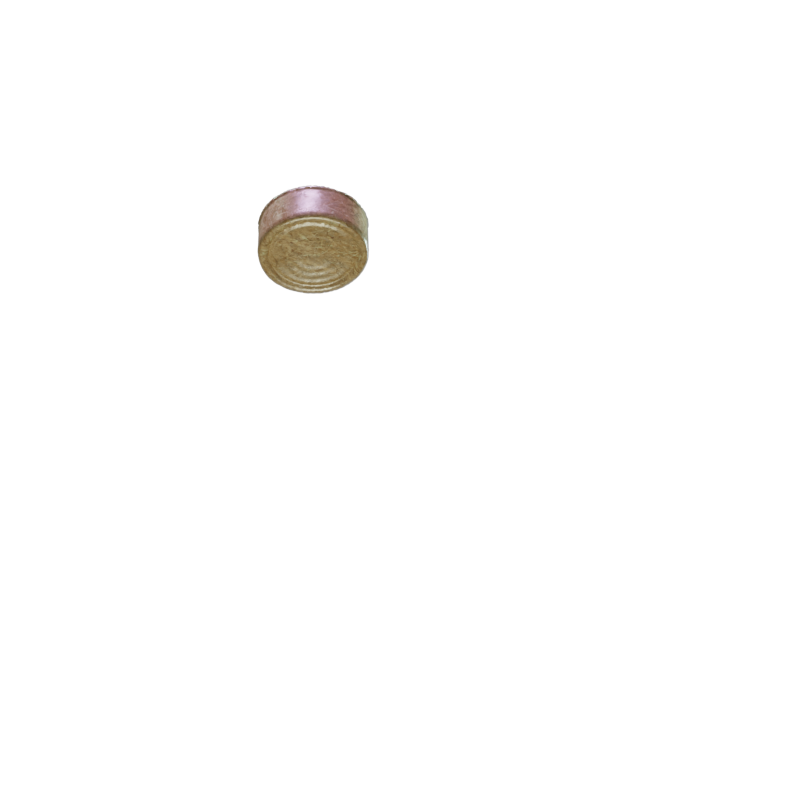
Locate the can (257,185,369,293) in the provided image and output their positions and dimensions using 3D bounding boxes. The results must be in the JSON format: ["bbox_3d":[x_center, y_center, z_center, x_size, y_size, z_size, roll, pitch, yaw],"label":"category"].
[{"bbox_3d":[-0.066,-0.121,0.847,0.086,0.036,0.080,1,-42,-1],"label":"can"}]
